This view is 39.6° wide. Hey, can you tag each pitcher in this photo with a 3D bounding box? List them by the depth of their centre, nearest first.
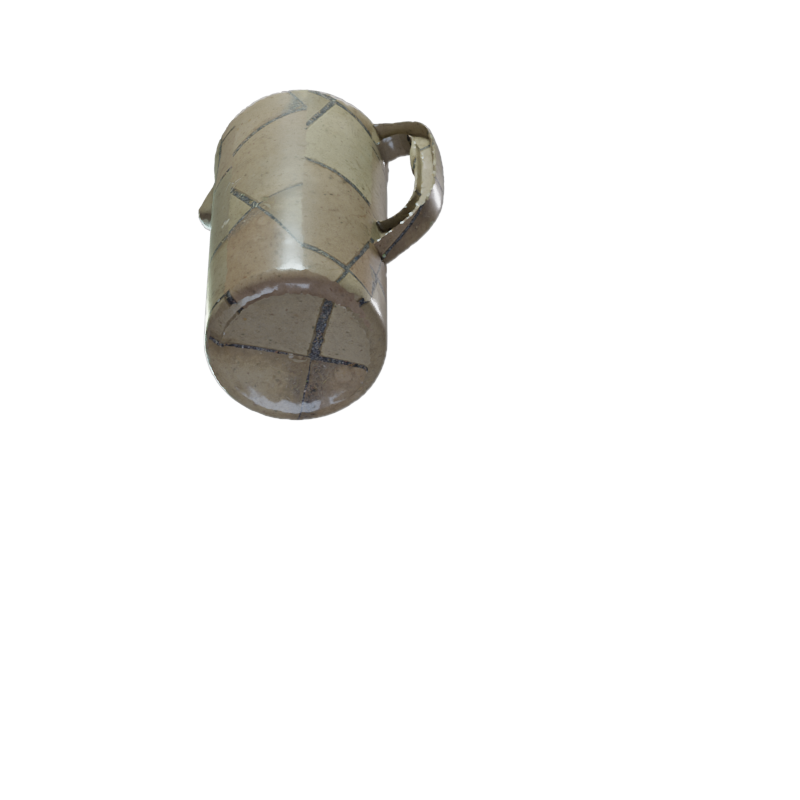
[{"bbox_3d":[-0.058,-0.106,0.739,0.141,0.143,0.260,18,32,-16],"label":"pitcher"}]
